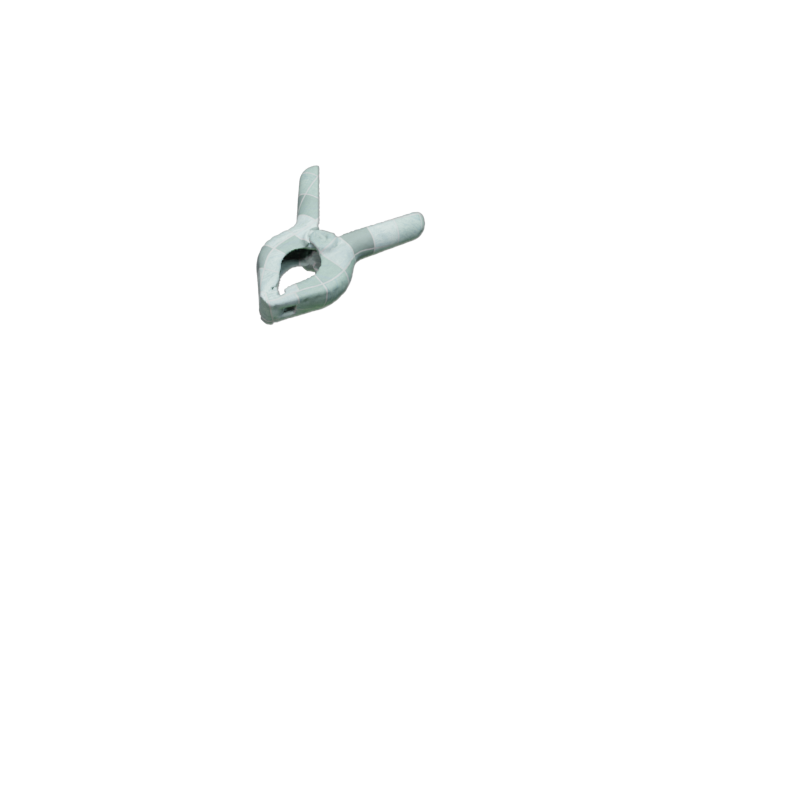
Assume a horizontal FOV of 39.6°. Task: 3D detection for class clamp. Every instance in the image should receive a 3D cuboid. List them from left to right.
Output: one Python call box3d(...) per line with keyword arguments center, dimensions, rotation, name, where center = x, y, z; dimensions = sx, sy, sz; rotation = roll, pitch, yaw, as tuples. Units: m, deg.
box3d(center=(-0.073, -0.133, 0.932), dimensions=(0.127, 0.036, 0.174), rotation=(29, 52, 26), name="clamp")
